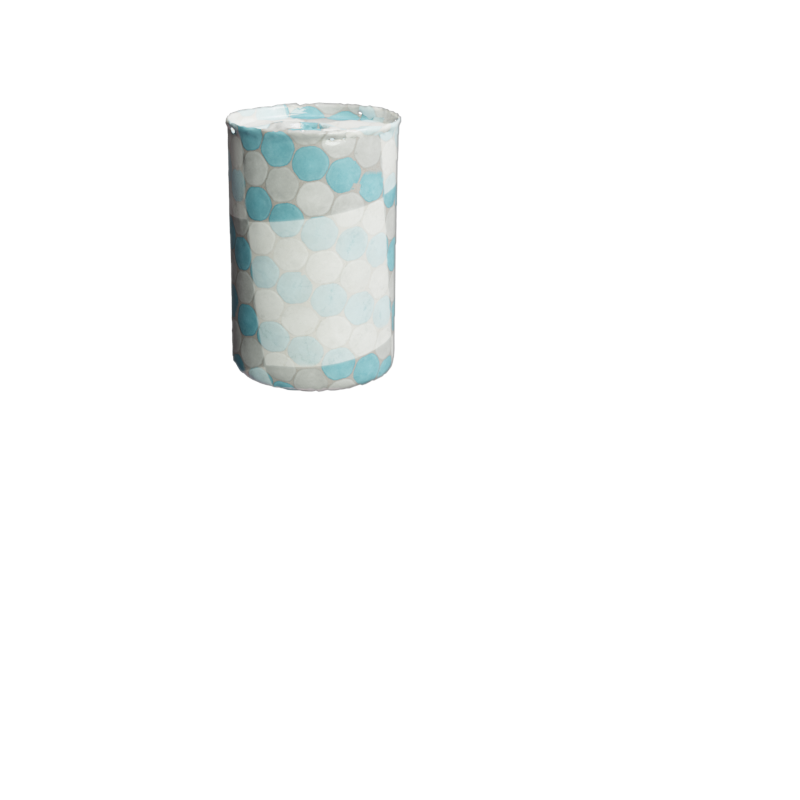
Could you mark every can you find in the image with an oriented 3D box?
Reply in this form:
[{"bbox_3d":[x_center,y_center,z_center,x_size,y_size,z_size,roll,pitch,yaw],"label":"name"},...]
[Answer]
[{"bbox_3d":[-0.035,-0.063,0.443,0.068,0.098,0.071,0,18,-2],"label":"can"}]
